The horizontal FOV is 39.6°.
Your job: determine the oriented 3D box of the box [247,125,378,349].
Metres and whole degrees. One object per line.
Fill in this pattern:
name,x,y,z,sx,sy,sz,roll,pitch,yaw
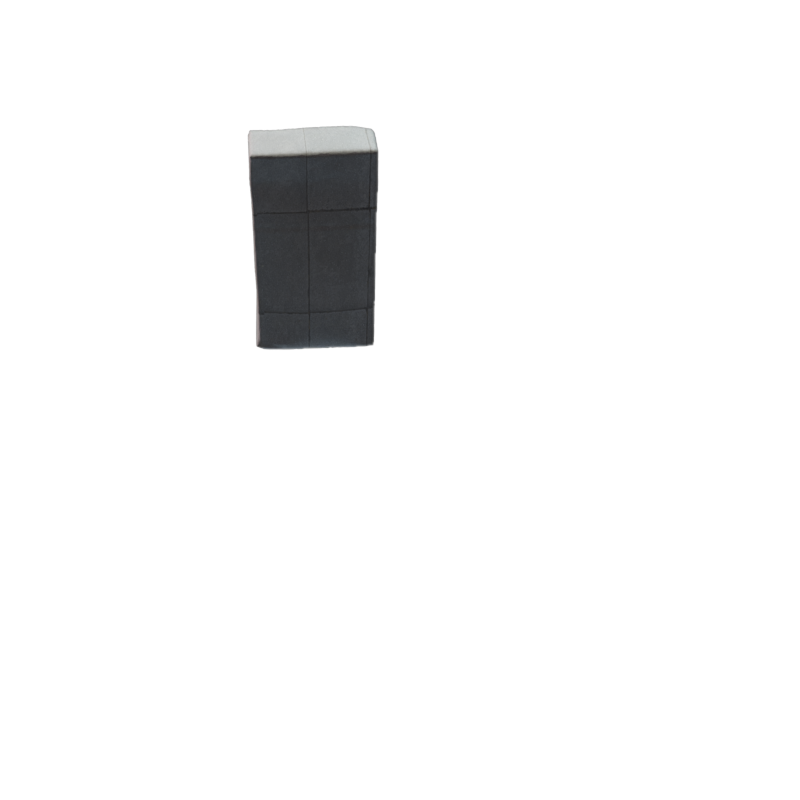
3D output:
box,-0.065,-0.119,0.831,0.093,0.165,0.051,-1,34,-5
